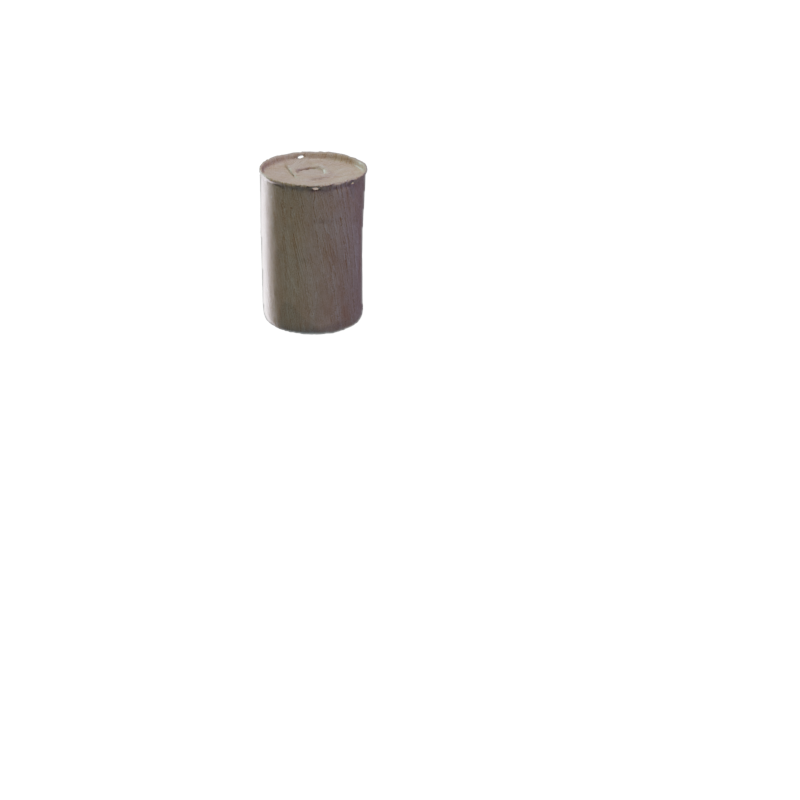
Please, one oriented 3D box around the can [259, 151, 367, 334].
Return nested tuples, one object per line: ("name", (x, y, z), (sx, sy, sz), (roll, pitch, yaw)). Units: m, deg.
("can", (-0.056, -0.102, 0.714), (0.068, 0.097, 0.072), (0, 25, -2))
